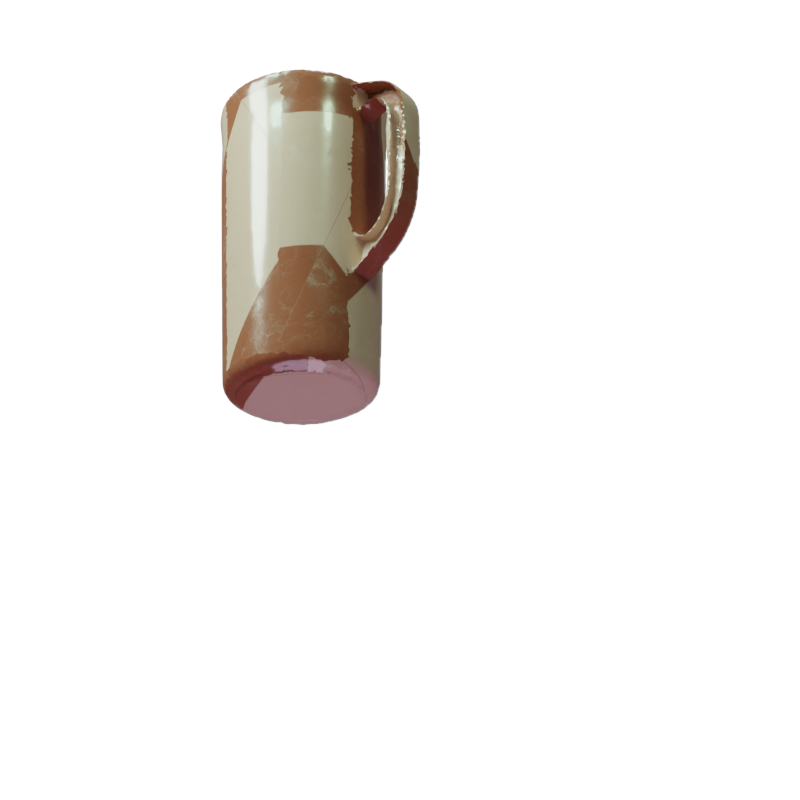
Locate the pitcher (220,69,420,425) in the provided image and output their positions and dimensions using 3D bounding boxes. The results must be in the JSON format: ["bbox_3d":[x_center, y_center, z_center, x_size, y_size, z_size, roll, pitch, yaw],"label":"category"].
[{"bbox_3d":[-0.063,-0.115,0.808,0.144,0.259,0.141,1,-29,-6],"label":"pitcher"}]
